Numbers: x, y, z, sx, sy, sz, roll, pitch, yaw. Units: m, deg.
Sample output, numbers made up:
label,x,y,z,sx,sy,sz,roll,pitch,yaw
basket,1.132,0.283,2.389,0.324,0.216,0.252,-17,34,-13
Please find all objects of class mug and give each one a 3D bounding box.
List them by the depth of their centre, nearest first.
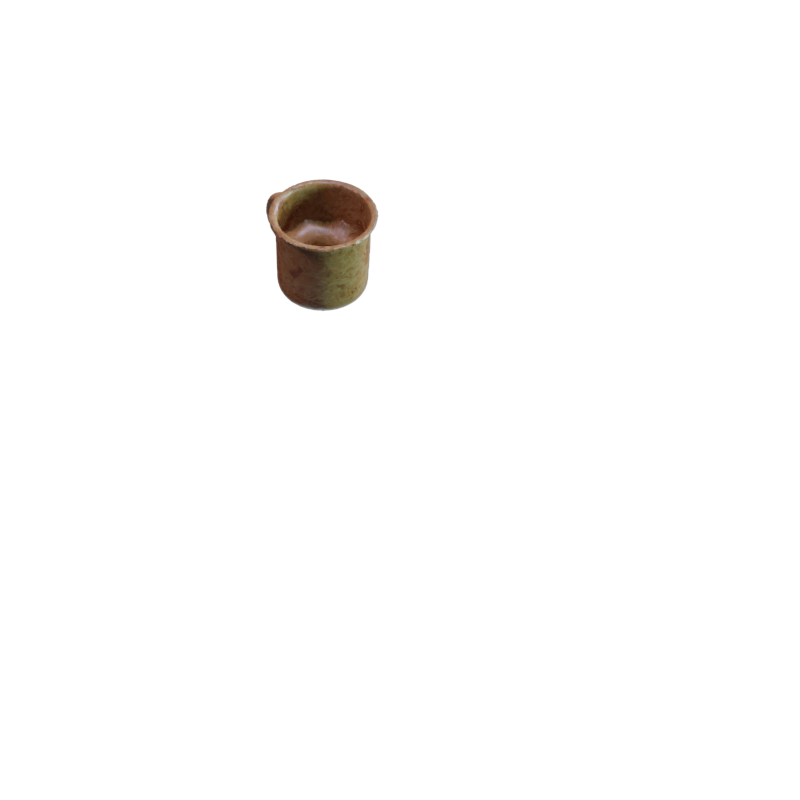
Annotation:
label,x,y,z,sx,sy,sz,roll,pitch,yaw
mug,-0.076,-0.139,0.973,0.125,0.076,0.094,35,54,28
